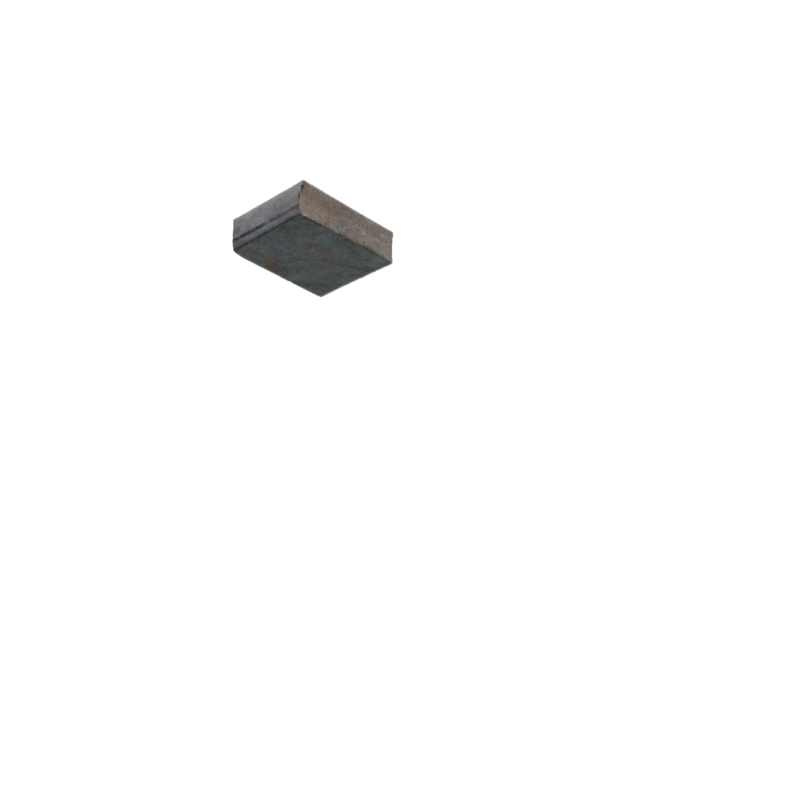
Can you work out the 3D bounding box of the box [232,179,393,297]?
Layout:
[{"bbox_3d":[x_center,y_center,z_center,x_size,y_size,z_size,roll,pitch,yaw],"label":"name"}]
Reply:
[{"bbox_3d":[-0.075,-0.137,0.957,0.090,0.041,0.106,-23,-34,39],"label":"box"}]
